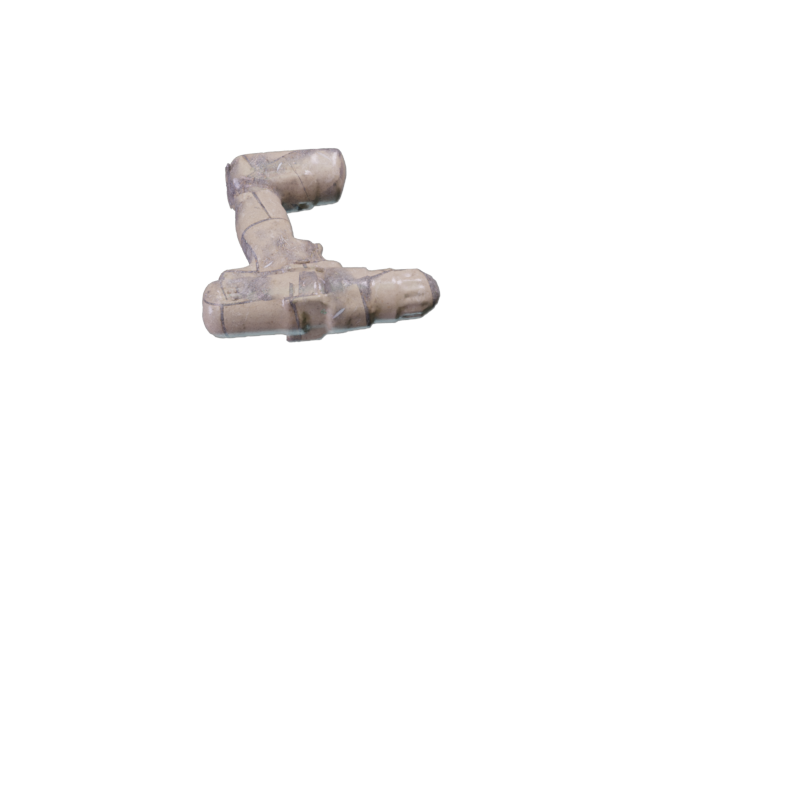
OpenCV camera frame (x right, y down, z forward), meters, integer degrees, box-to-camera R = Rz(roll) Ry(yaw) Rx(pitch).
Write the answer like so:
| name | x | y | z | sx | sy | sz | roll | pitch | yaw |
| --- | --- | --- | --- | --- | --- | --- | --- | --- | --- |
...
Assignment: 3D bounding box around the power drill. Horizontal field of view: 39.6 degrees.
| name | x | y | z | sx | sy | sz | roll | pitch | yaw |
| --- | --- | --- | --- | --- | --- | --- | --- | --- | --- |
| power drill | -0.071 | -0.130 | 0.908 | 0.183 | 0.202 | 0.053 | -5 | -44 | -5 |
